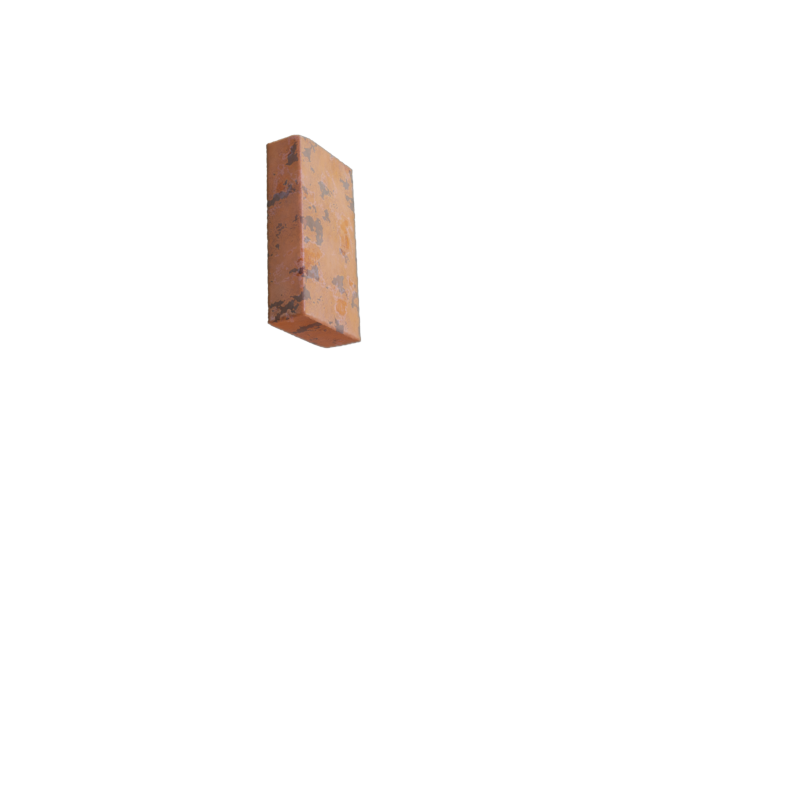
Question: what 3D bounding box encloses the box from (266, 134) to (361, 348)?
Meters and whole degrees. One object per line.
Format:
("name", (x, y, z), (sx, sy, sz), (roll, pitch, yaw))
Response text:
("box", (-0.078, -0.142, 0.997), (0.049, 0.185, 0.087), (-14, -24, 29))
